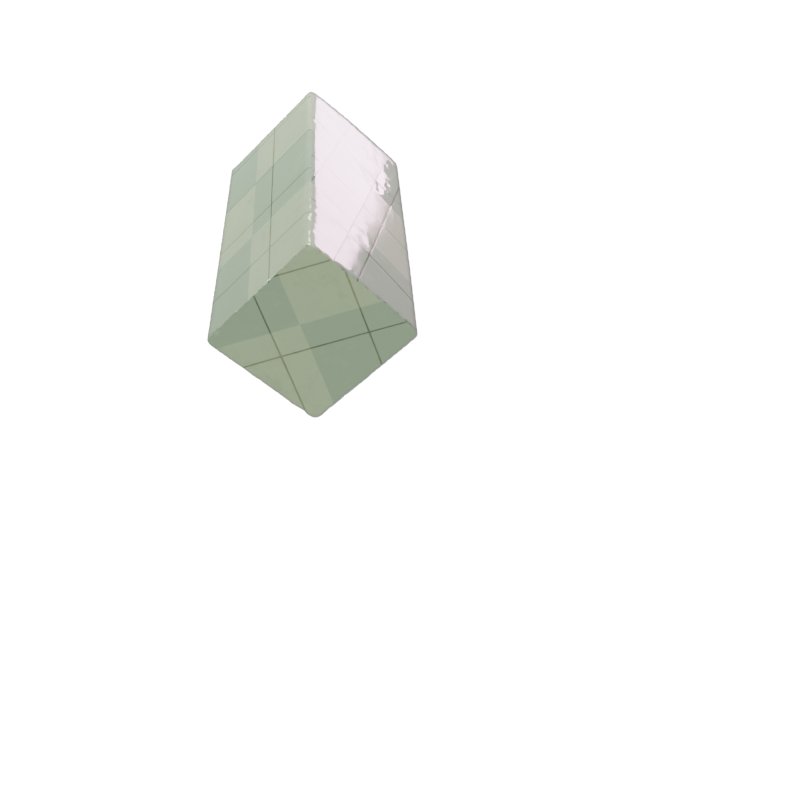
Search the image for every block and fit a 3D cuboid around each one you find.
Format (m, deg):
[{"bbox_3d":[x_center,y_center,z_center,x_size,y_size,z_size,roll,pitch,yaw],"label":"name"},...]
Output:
[{"bbox_3d":[-0.056,-0.103,0.720,0.085,0.220,0.089,37,-64,-27],"label":"block"}]
